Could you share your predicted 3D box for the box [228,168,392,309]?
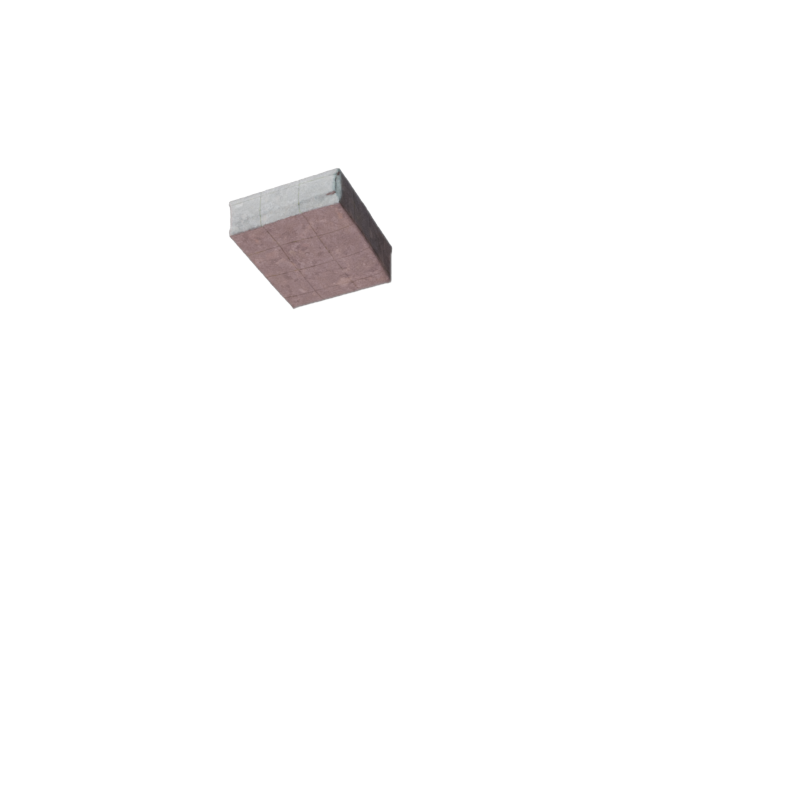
[{"bbox_3d":[-0.066,-0.120,0.840,0.091,0.042,0.105,-13,-35,18],"label":"box"}]
